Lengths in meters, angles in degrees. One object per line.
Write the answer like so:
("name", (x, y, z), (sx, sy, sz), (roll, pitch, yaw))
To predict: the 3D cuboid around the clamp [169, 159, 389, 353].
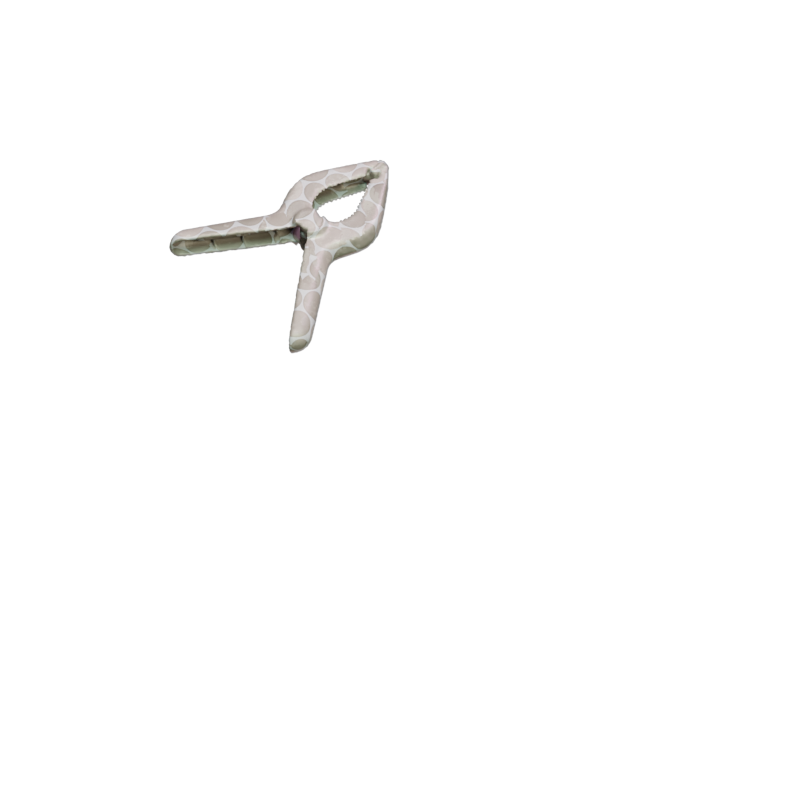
("clamp", (-0.078, -0.142, 0.995), (0.211, 0.175, 0.034), (-35, -27, -21))
